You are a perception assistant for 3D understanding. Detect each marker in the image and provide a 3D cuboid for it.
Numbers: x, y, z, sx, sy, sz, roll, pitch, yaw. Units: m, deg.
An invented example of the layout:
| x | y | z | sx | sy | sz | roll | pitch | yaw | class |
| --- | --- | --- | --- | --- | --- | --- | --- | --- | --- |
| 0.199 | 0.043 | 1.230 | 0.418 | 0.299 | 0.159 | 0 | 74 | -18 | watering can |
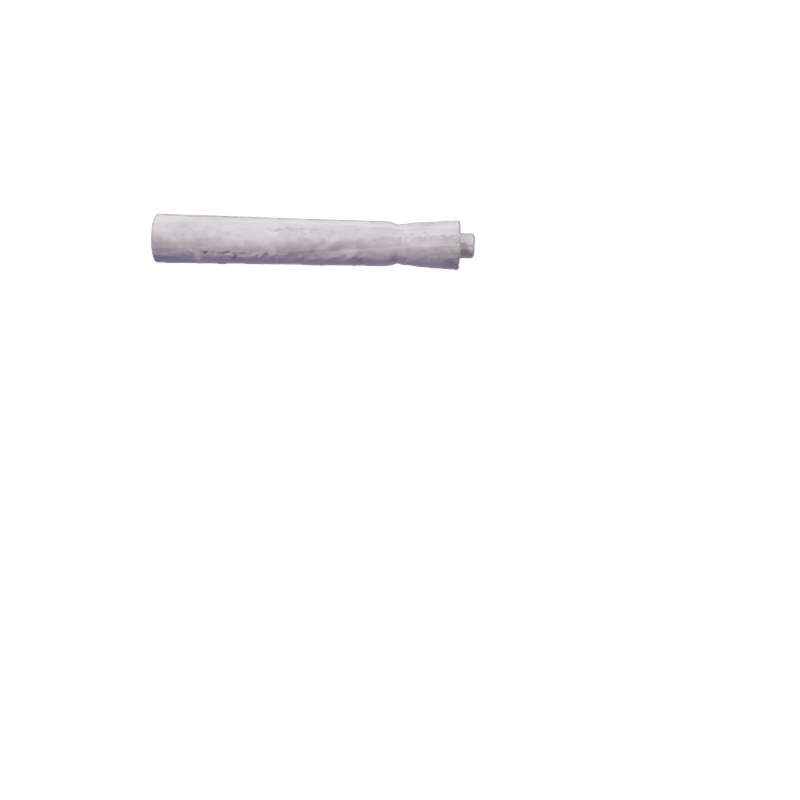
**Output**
| x | y | z | sx | sy | sz | roll | pitch | yaw | class |
| --- | --- | --- | --- | --- | --- | --- | --- | --- | --- |
| -0.033 | -0.060 | 0.419 | 0.121 | 0.020 | 0.020 | 2 | 4 | 4 | marker |
